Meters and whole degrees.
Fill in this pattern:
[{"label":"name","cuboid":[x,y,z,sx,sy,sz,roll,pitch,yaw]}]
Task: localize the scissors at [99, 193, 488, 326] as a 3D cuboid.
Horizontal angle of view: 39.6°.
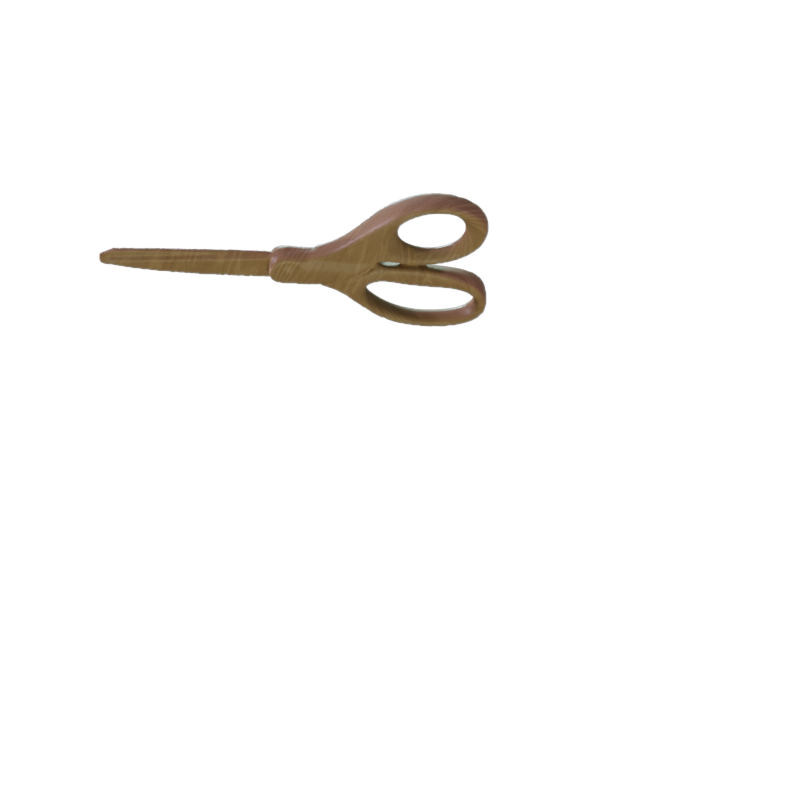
[{"label":"scissors","cuboid":[-0.044,-0.080,0.561,0.197,0.017,0.092,13,-44,-14]}]
